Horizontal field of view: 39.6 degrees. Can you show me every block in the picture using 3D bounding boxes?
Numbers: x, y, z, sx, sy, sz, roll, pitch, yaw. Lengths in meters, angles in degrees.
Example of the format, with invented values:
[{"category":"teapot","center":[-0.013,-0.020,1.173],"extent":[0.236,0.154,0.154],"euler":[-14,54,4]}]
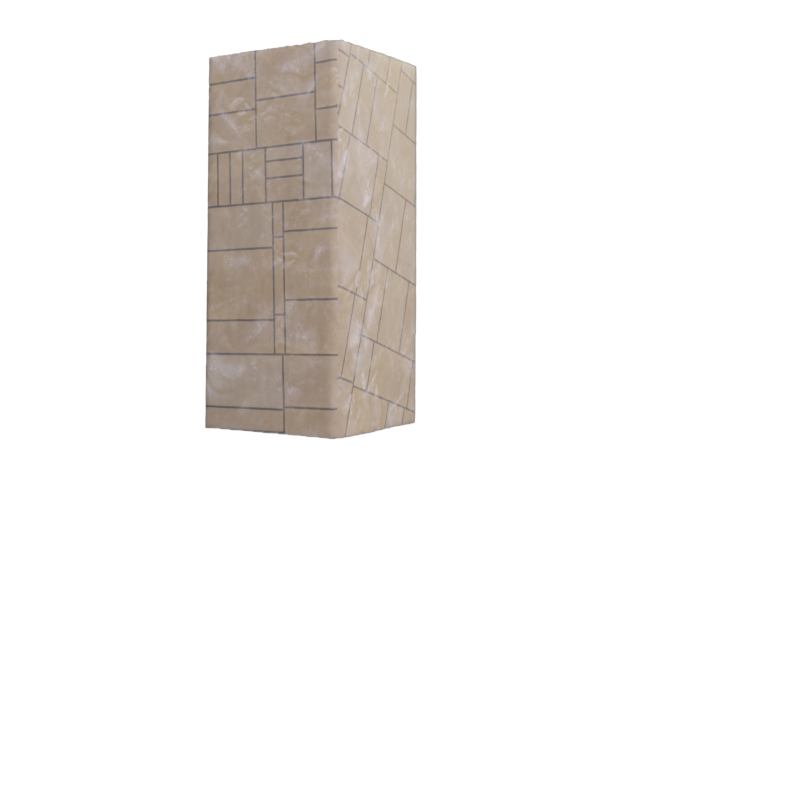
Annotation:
[{"category":"block","center":[-0.048,-0.089,0.627],"extent":[0.094,0.207,0.087],"euler":[-1,-1,32]}]
